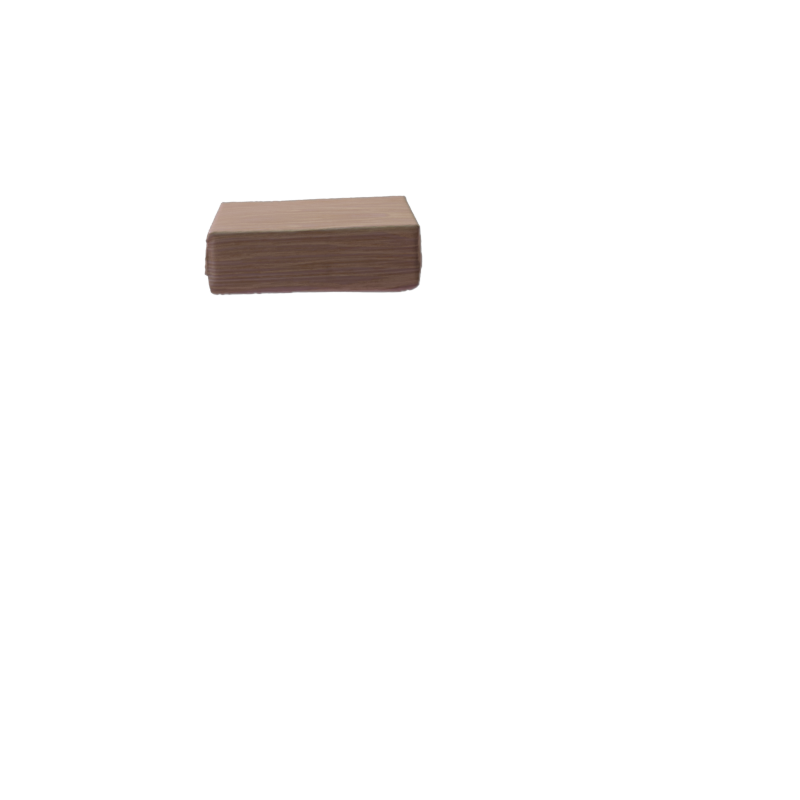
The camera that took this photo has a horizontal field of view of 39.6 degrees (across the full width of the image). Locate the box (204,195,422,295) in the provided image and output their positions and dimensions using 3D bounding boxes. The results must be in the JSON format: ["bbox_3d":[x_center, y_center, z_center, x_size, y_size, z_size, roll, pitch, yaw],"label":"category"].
[{"bbox_3d":[-0.048,-0.088,0.614,0.113,0.037,0.094,-1,20,-2],"label":"box"}]
